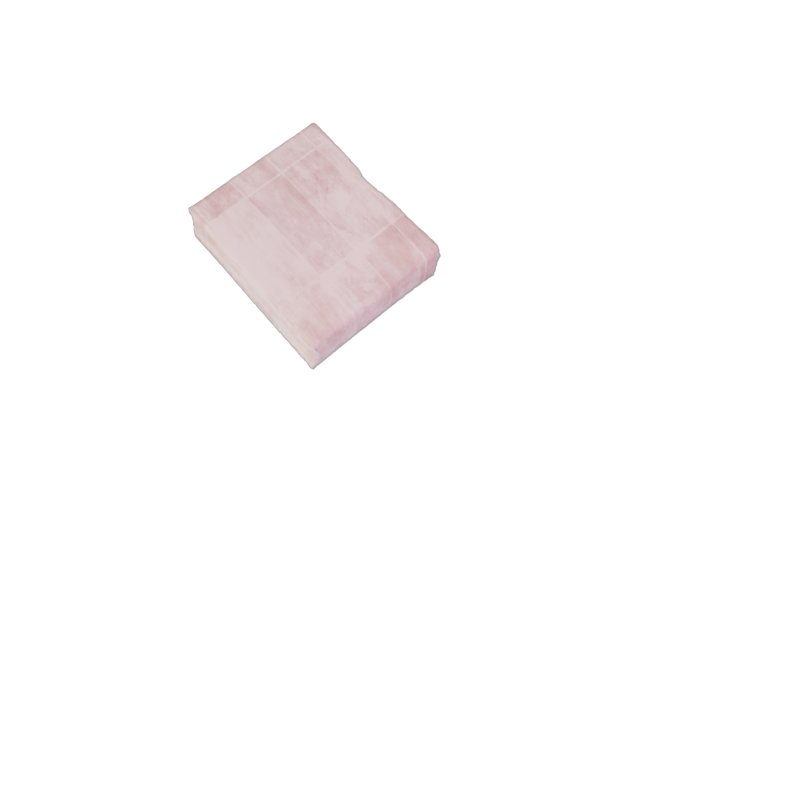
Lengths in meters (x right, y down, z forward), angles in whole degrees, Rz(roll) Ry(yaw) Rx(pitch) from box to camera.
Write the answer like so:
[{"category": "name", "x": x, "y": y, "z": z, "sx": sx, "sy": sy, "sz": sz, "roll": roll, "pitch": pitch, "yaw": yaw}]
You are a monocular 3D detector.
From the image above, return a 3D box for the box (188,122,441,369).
[{"category": "box", "x": -0.039, "y": -0.071, "z": 0.495, "sx": 0.073, "sy": 0.094, "sz": 0.028, "roll": -37, "pitch": -20, "yaw": -16}]
